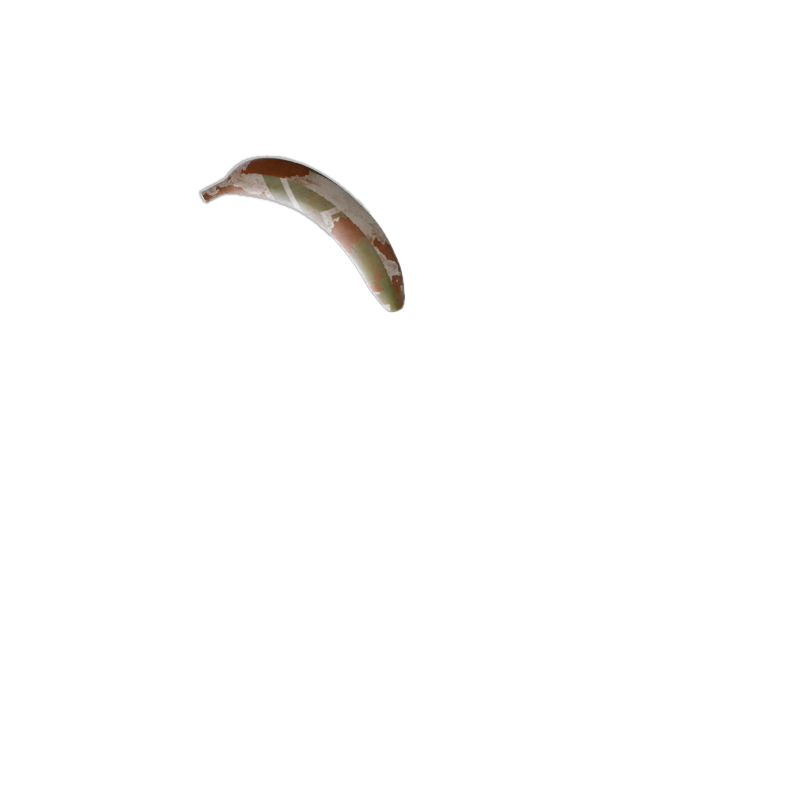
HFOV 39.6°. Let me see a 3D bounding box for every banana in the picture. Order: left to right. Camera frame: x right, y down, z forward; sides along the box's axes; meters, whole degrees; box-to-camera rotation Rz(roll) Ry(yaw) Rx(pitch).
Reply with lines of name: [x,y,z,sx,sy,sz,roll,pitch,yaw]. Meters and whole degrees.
banana: [-0.065,-0.148,0.922,0.193,0.068,0.038,31,18,-11]
